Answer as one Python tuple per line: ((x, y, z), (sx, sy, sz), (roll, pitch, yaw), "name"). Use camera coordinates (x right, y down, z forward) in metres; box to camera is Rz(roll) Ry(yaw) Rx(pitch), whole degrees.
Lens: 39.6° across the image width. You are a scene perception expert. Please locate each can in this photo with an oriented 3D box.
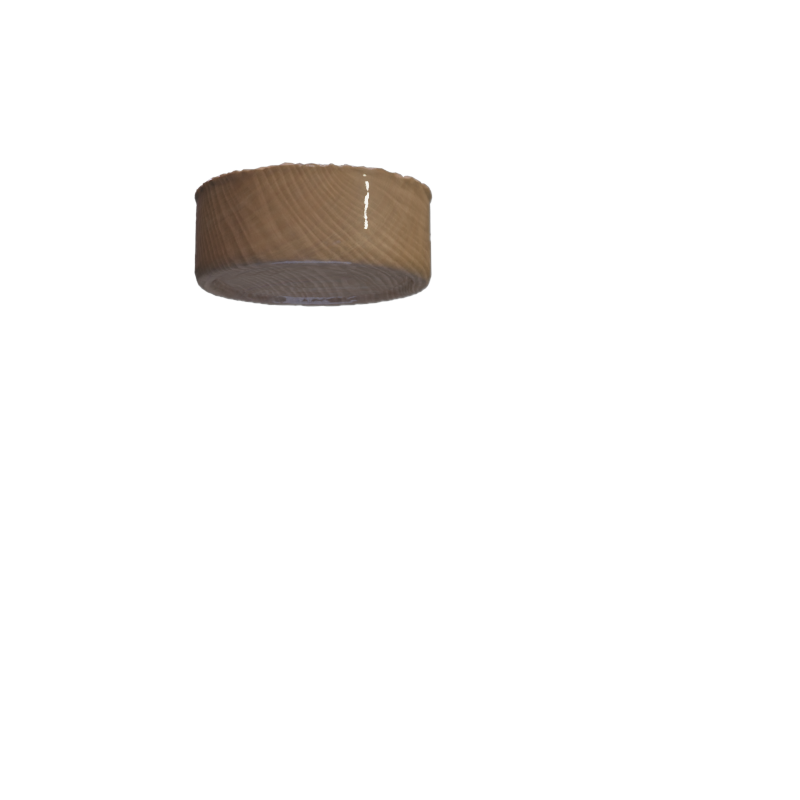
((-0.031, -0.057, 0.398), (0.086, 0.034, 0.084), (0, -7, -2), "can")
